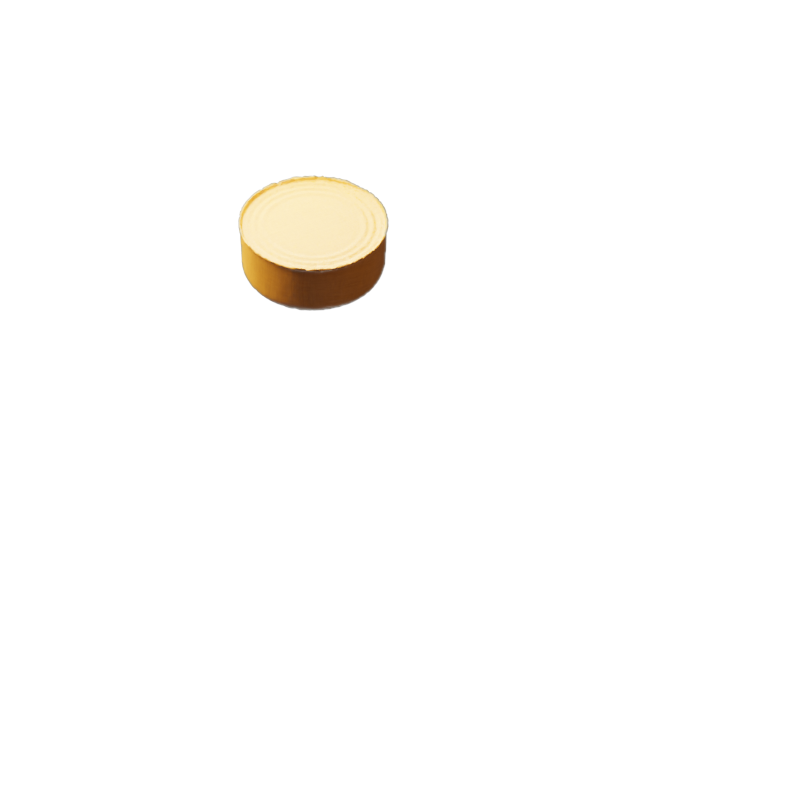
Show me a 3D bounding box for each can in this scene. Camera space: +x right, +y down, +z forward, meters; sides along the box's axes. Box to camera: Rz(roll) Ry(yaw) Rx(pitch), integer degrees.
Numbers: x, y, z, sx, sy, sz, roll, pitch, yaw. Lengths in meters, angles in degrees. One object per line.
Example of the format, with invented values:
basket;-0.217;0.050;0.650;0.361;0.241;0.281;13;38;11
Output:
can;-0.050;-0.092;0.643;0.086;0.031;0.092;-1;44;-1
